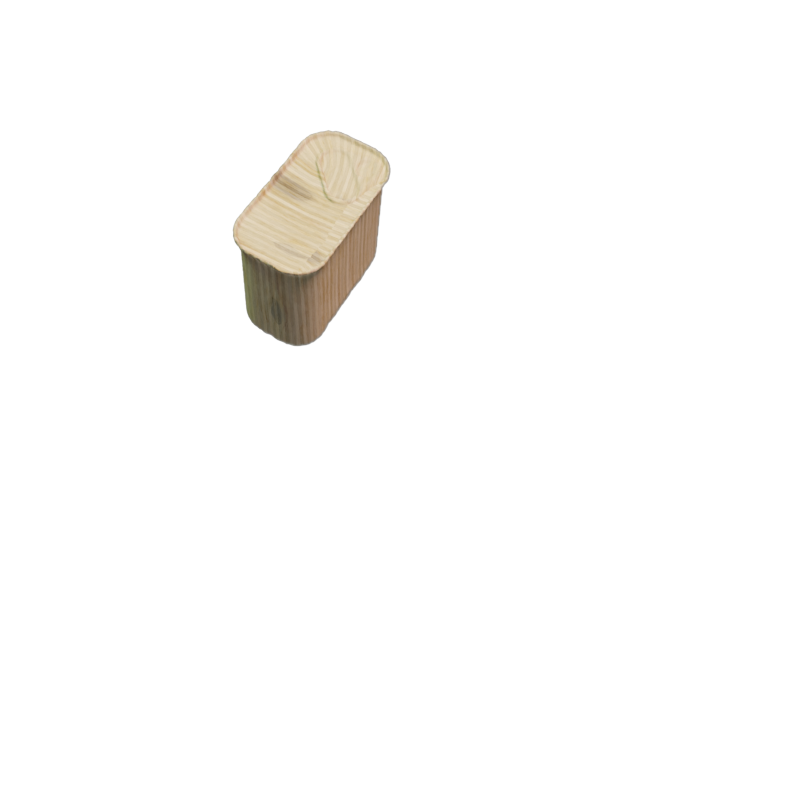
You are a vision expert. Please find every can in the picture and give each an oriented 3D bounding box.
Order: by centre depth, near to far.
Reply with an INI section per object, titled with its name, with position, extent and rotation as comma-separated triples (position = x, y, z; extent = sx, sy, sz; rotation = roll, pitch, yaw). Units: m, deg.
[can]
position = -0.051, -0.093, 0.654
extent = 0.059, 0.105, 0.079
rotation = 27, -29, 13
